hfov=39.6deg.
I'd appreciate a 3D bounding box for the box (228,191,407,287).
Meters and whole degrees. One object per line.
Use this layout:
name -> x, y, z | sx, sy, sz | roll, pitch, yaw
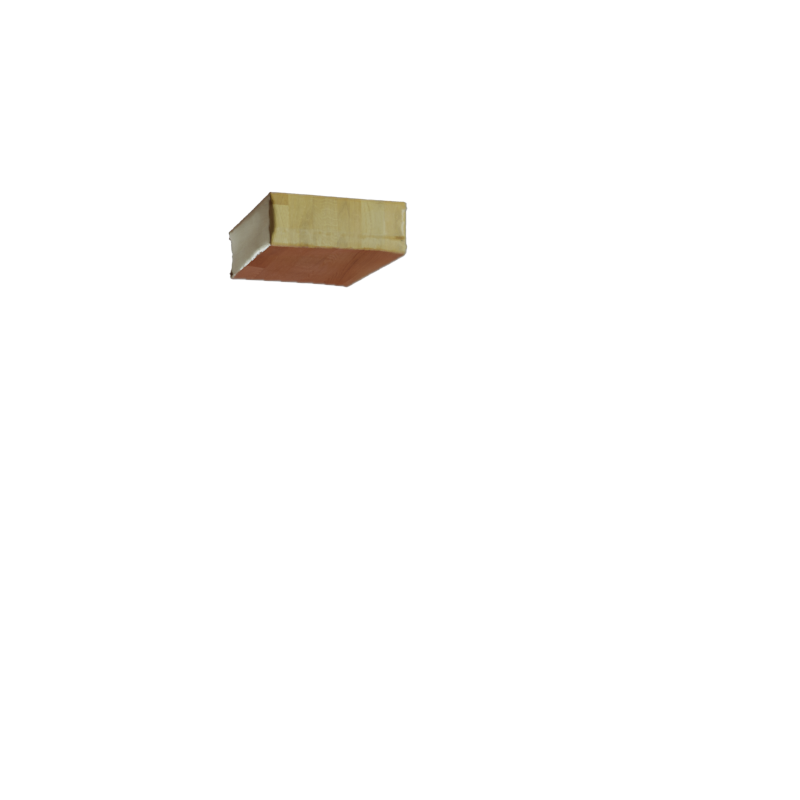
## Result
box -> -0.056, -0.103, 0.723 | 0.087, 0.040, 0.113 | 3, -9, -20
